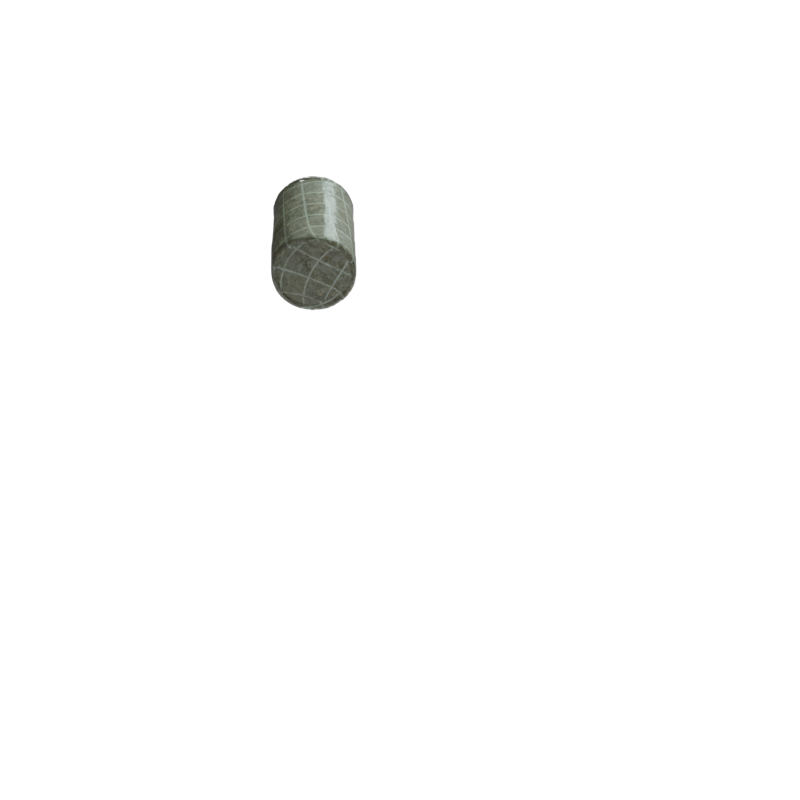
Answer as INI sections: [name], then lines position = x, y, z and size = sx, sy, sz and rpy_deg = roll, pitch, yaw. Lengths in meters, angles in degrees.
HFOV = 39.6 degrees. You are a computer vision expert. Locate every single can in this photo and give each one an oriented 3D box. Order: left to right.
[can]
position = -0.070, -0.128, 0.894
size = 0.068, 0.064, 0.109
rpy_deg = -1, 35, -3
